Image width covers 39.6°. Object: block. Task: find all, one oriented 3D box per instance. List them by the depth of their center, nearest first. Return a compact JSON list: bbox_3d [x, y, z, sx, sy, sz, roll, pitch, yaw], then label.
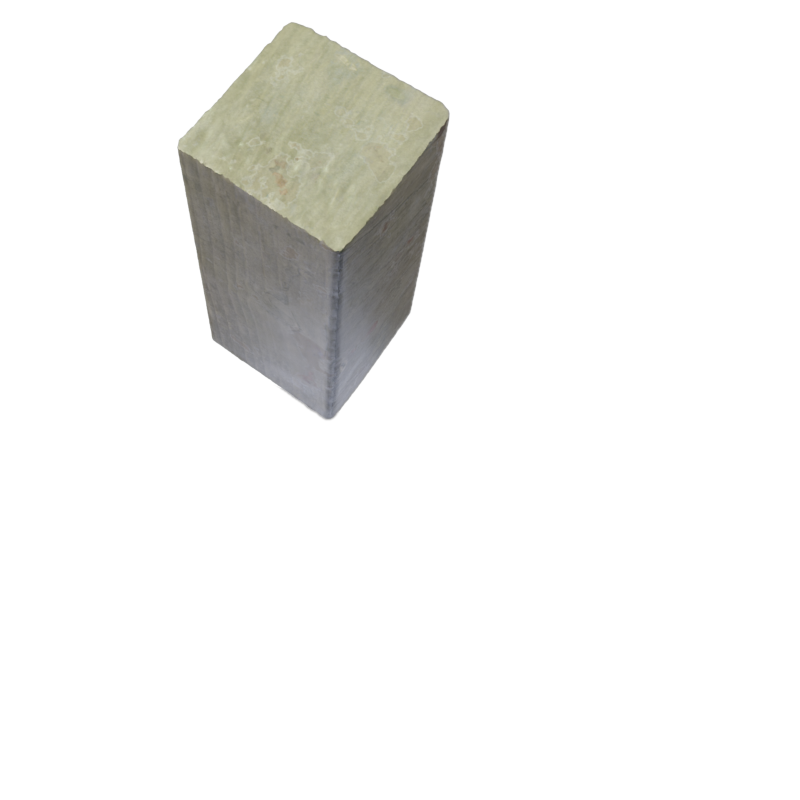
[{"bbox_3d":[-0.044,-0.082,0.571,0.094,0.092,0.195,33,-21,10],"label":"block"}]
